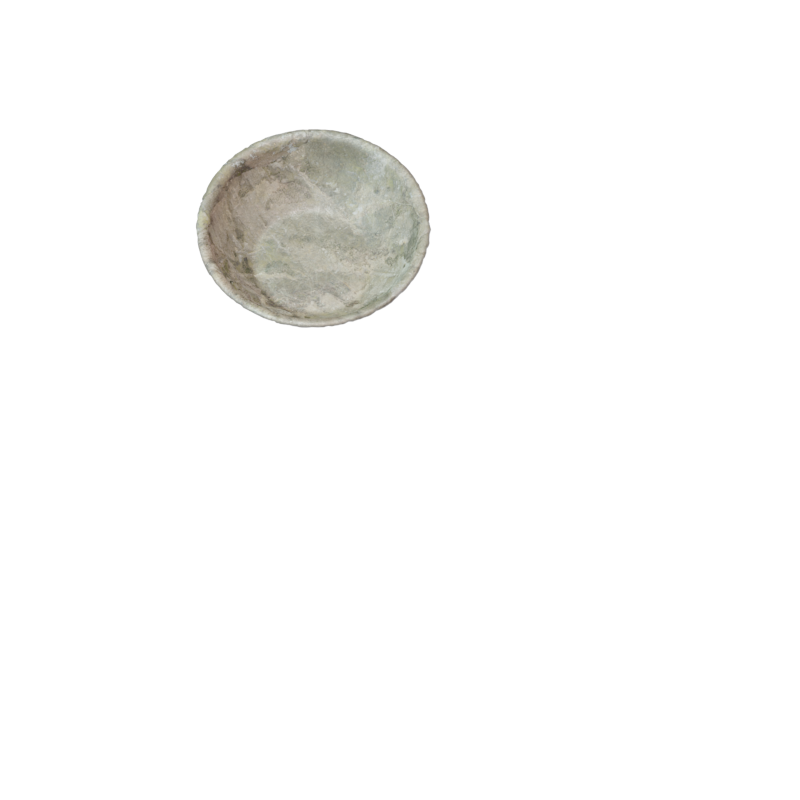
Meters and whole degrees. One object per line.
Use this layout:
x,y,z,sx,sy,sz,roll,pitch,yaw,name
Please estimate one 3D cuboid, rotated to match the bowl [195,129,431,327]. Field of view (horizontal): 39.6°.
-0.062,-0.112,0.788,0.162,0.172,0.052,-1,-29,-1,bowl
